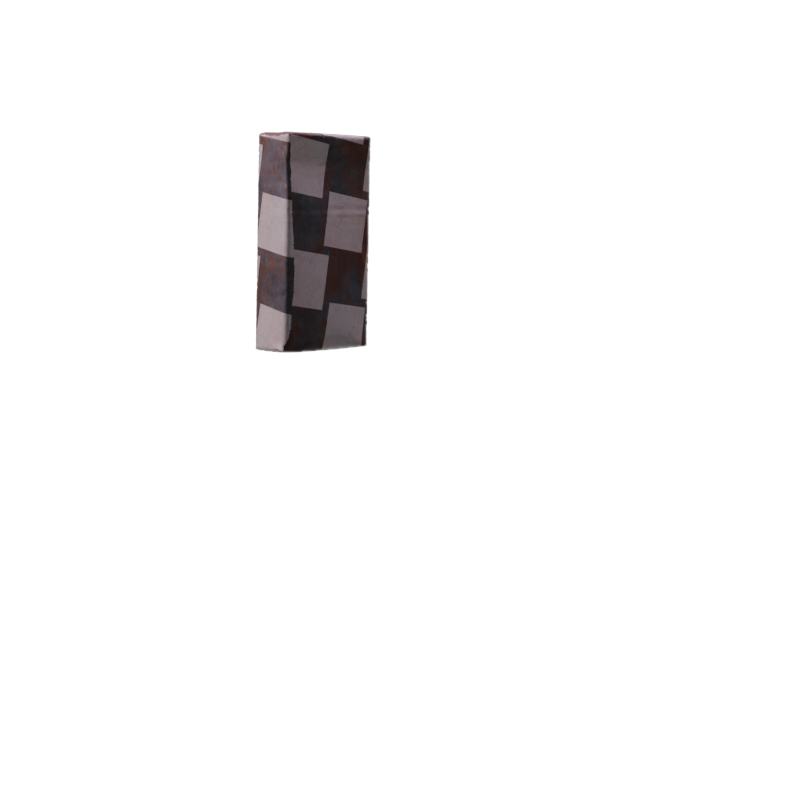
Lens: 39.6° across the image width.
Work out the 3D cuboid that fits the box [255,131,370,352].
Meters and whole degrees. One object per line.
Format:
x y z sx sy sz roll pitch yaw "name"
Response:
-0.071 -0.130 0.909 0.090 0.176 0.050 -2 3 -44 "box"
